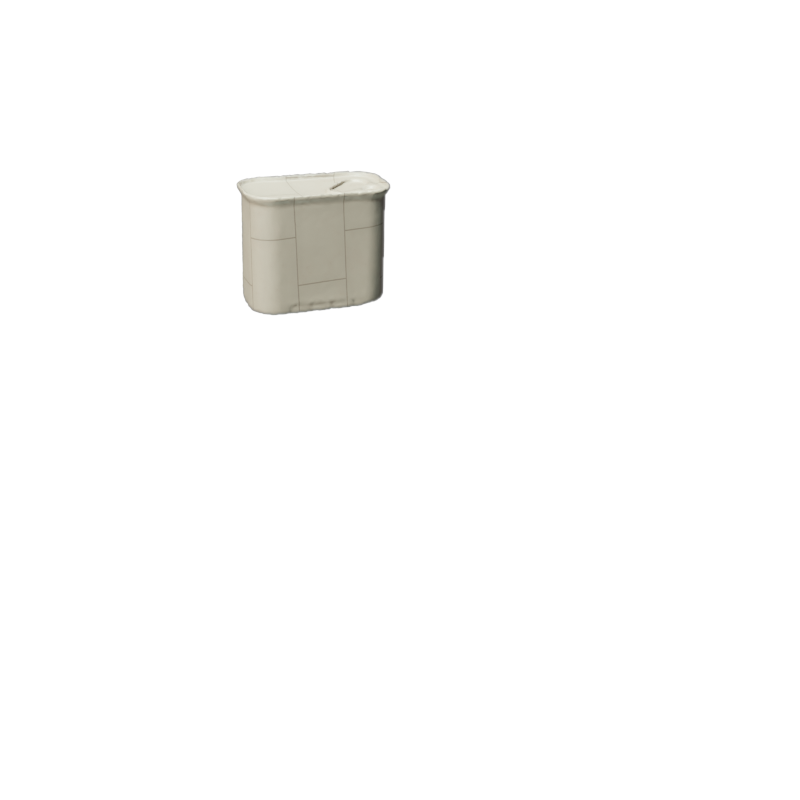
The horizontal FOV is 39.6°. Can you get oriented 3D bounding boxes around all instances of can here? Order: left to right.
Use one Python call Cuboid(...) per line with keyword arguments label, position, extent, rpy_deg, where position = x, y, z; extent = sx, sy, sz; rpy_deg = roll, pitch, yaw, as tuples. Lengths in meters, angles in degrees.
Cuboid(label="can", position=(-0.060, -0.109, 0.766), extent=(0.100, 0.080, 0.061), rpy_deg=(-6, 22, -17))
